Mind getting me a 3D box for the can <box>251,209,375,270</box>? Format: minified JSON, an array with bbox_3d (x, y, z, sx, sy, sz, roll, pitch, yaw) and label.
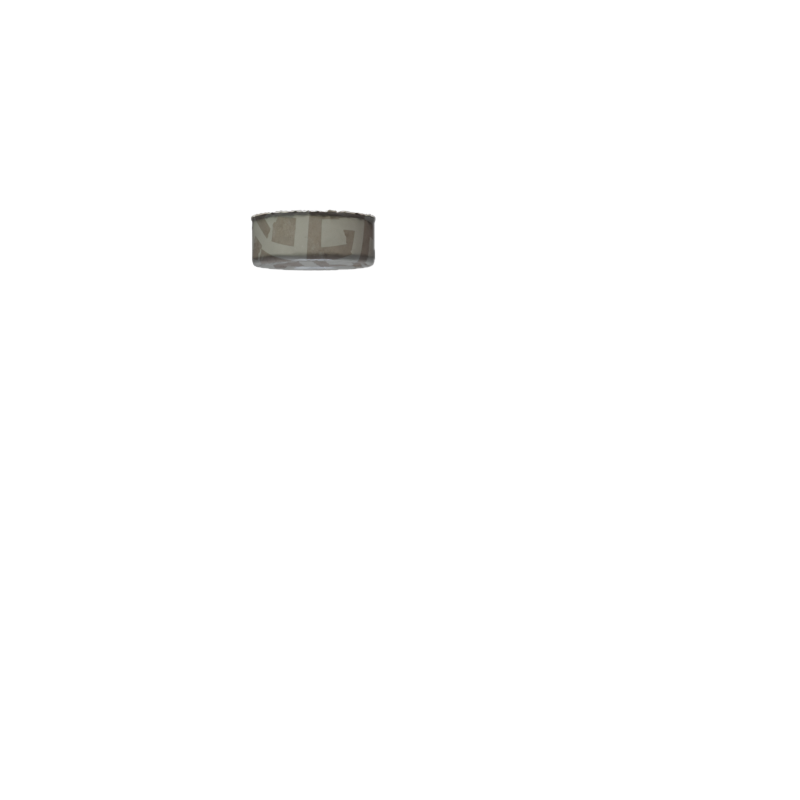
[{"bbox_3d":[-0.059,-0.108,0.759,0.086,0.034,0.086,0,1,-2],"label":"can"}]
